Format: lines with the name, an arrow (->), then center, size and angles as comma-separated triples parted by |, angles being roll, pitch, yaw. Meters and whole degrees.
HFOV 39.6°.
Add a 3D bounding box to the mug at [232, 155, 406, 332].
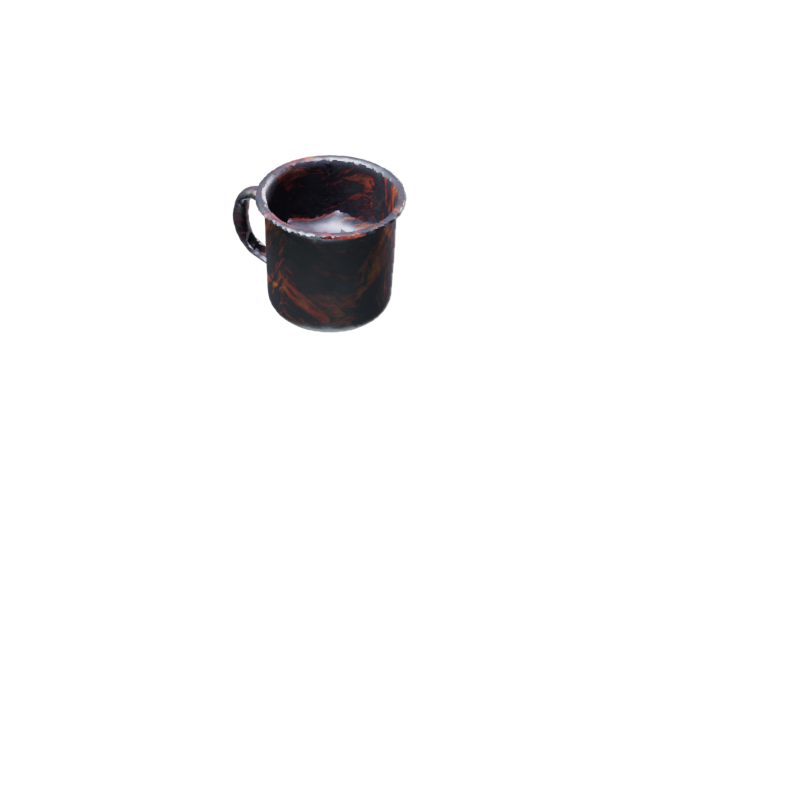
mug -> -0.055, -0.101, 0.709 | 0.121, 0.076, 0.096 | 17, 42, 18
